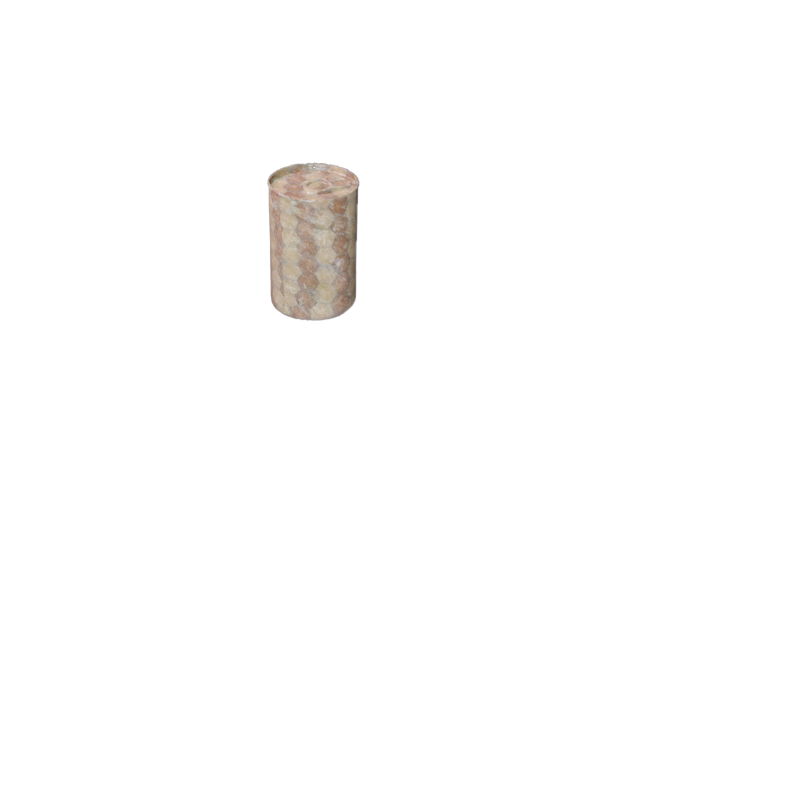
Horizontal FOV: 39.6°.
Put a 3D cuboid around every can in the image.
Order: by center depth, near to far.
[{"bbox_3d":[-0.066,-0.120,0.841,0.068,0.096,0.073,0,30,-2],"label":"can"}]
